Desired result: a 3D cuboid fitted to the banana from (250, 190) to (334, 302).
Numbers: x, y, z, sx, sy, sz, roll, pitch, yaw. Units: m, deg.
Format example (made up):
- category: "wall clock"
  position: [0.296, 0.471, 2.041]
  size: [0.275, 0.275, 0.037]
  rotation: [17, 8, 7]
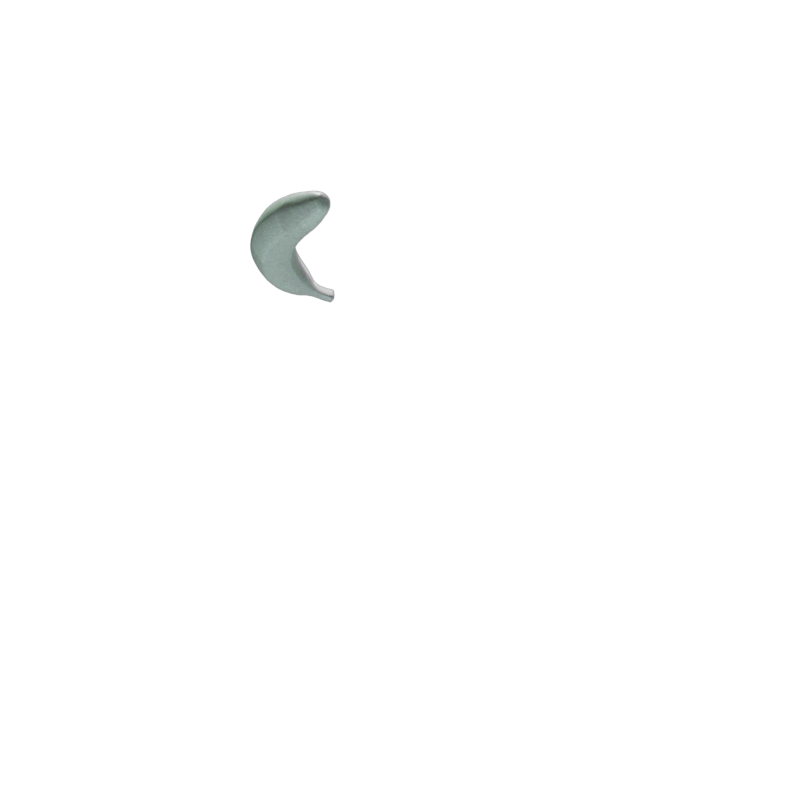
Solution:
- category: "banana"
  position: [-0.090, -0.129, 0.914]
  size: [0.069, 0.038, 0.189]
  rotation: [0, -16, -1]
